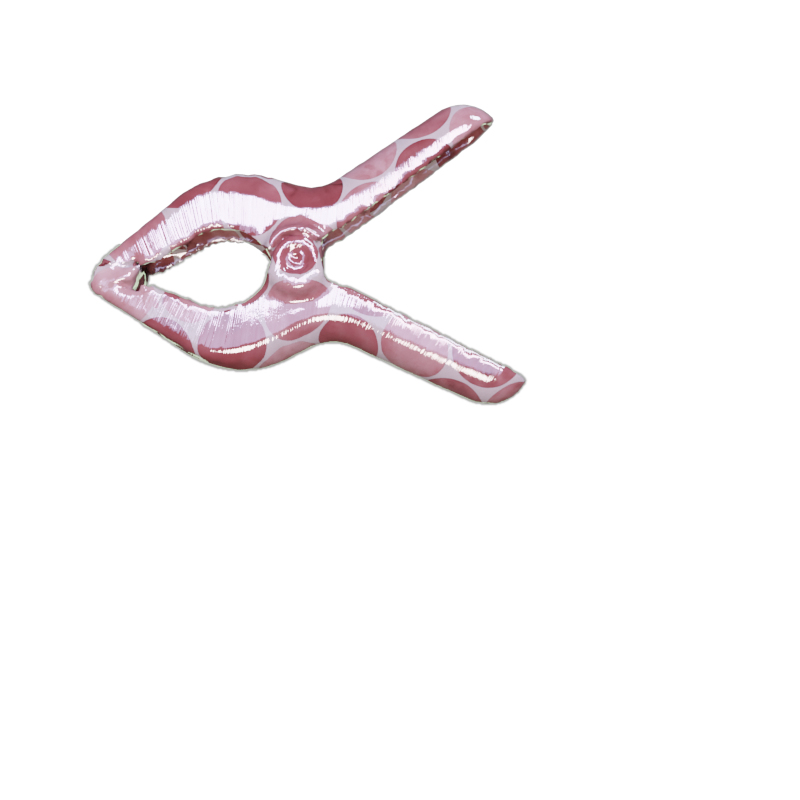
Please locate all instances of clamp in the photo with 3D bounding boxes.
[{"bbox_3d":[-0.035,-0.064,0.445,0.172,0.125,0.038,4,-18,1],"label":"clamp"}]
